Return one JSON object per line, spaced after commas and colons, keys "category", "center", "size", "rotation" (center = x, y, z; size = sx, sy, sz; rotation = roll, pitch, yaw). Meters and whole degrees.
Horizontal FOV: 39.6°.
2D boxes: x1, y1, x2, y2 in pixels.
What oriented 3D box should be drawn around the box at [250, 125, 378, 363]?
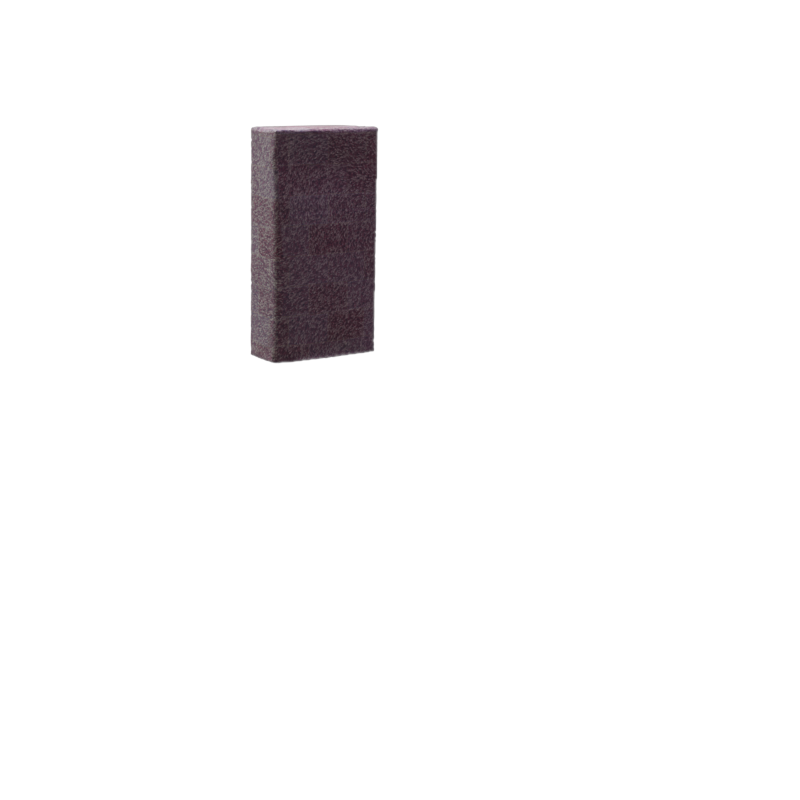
{"category": "box", "center": [-0.066, -0.121, 0.845], "size": [0.090, 0.173, 0.050], "rotation": [-5, 9, -33]}
